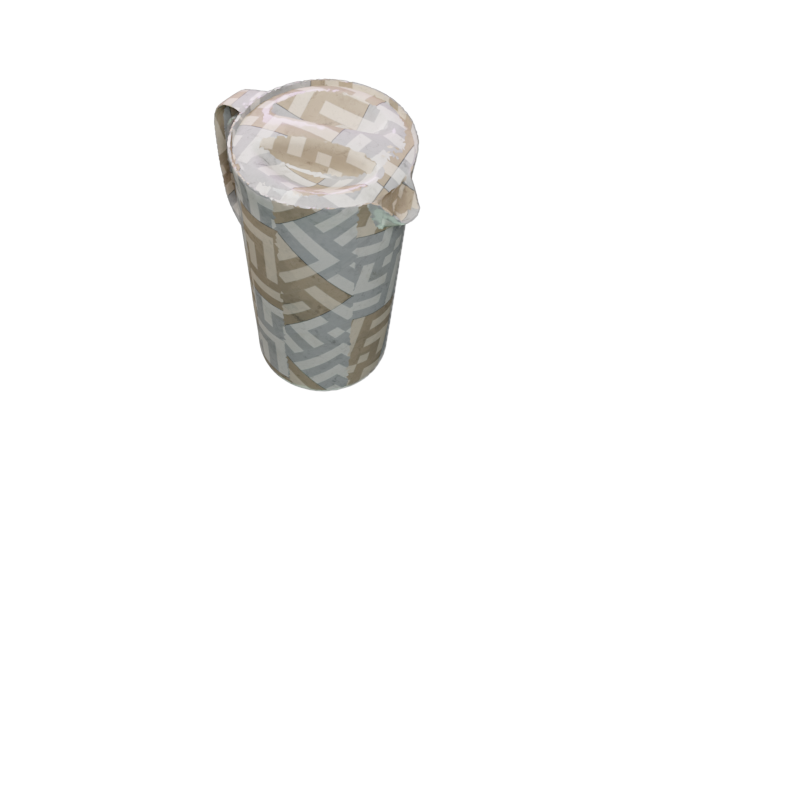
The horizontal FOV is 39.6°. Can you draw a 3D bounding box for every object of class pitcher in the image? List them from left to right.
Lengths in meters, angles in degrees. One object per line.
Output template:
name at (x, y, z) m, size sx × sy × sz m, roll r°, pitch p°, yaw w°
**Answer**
pitcher at (-0.067, -0.122, 0.857) m, size 0.144 × 0.160 × 0.227 m, roll -2°, pitch -38°, yaw -5°
